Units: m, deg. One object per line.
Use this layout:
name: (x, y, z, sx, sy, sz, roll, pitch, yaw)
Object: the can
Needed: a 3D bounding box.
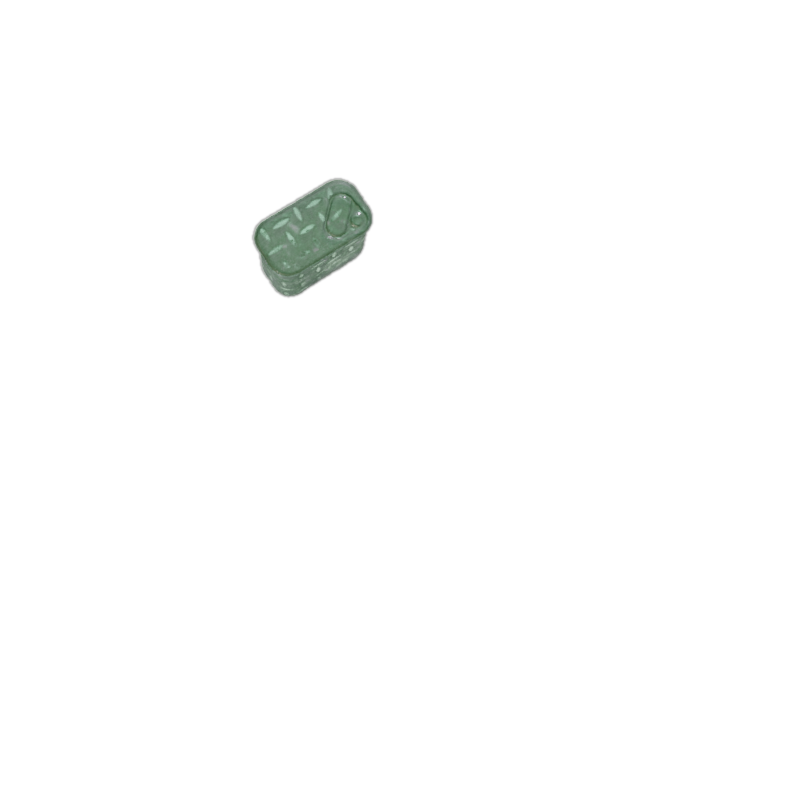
can: (-0.077, -0.141, 0.990, 0.102, 0.059, 0.081, -33, -8, -9)
